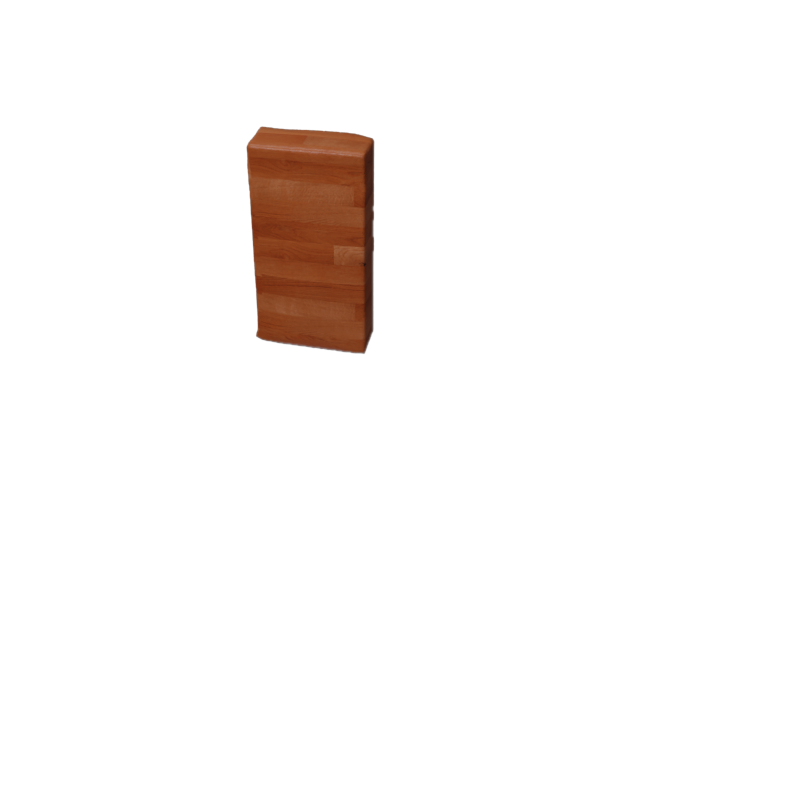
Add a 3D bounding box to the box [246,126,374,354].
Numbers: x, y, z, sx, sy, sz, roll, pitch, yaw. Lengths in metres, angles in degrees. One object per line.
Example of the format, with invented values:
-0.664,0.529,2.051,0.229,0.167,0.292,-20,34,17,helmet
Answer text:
-0.068,-0.124,0.870,0.095,0.166,0.050,8,29,11,box
